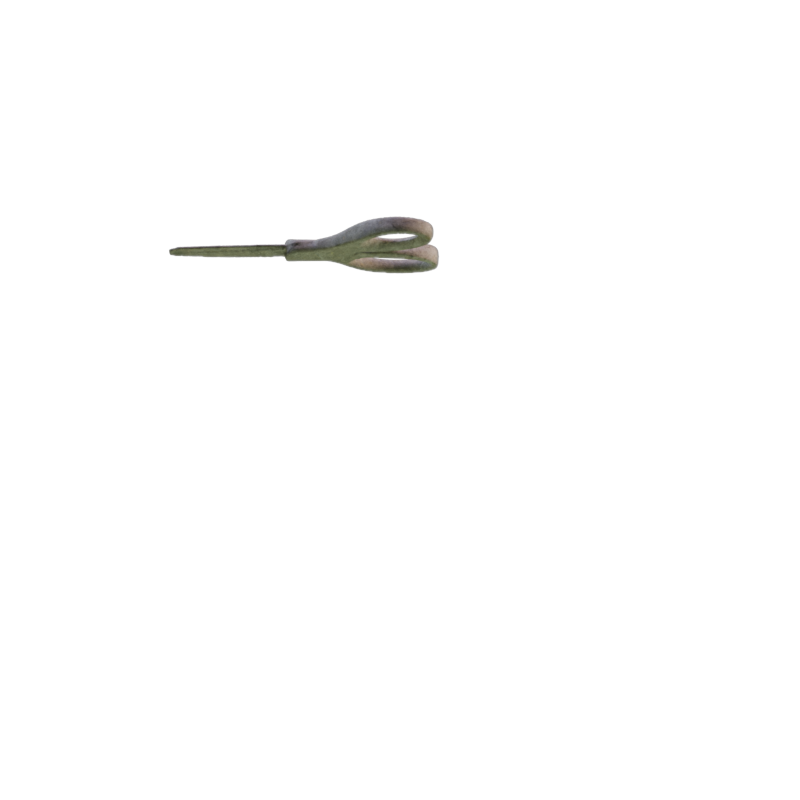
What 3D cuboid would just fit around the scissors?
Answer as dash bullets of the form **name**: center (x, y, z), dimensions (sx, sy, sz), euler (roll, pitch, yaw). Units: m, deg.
- **scissors**: center (-0.064, -0.116, 0.813), dimensions (0.198, 0.016, 0.094), euler (4, -15, -13)
